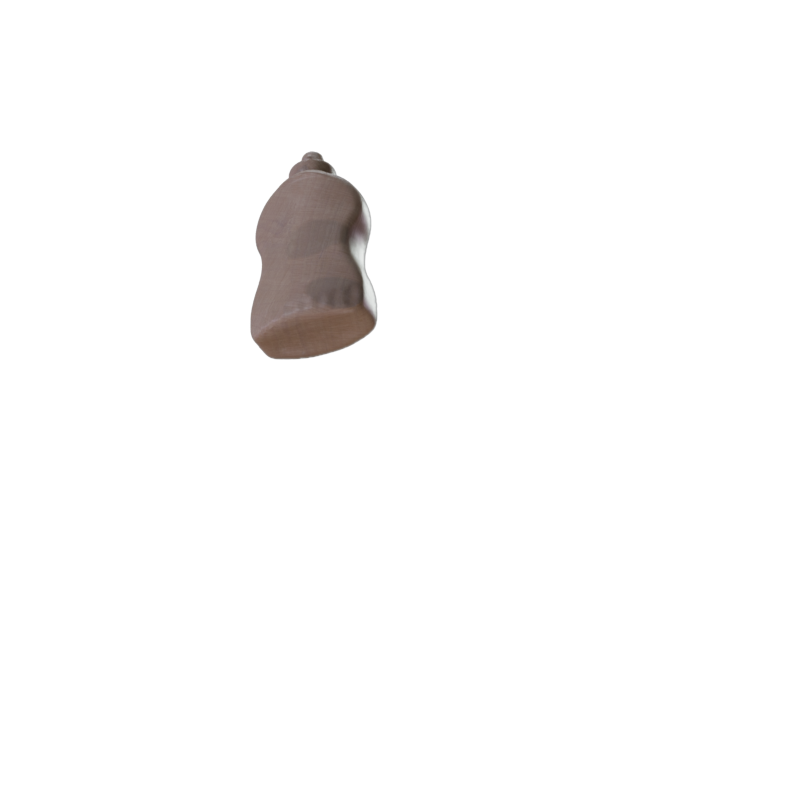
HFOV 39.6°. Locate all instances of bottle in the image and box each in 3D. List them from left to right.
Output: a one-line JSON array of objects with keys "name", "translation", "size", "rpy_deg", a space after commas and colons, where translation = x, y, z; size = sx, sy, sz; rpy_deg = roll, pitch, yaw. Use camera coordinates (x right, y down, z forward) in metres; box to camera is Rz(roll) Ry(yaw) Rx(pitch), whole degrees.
[{"name": "bottle", "translation": [-0.070, -0.128, 0.897], "size": [0.097, 0.206, 0.054], "rpy_deg": [-18, -40, 18]}]
